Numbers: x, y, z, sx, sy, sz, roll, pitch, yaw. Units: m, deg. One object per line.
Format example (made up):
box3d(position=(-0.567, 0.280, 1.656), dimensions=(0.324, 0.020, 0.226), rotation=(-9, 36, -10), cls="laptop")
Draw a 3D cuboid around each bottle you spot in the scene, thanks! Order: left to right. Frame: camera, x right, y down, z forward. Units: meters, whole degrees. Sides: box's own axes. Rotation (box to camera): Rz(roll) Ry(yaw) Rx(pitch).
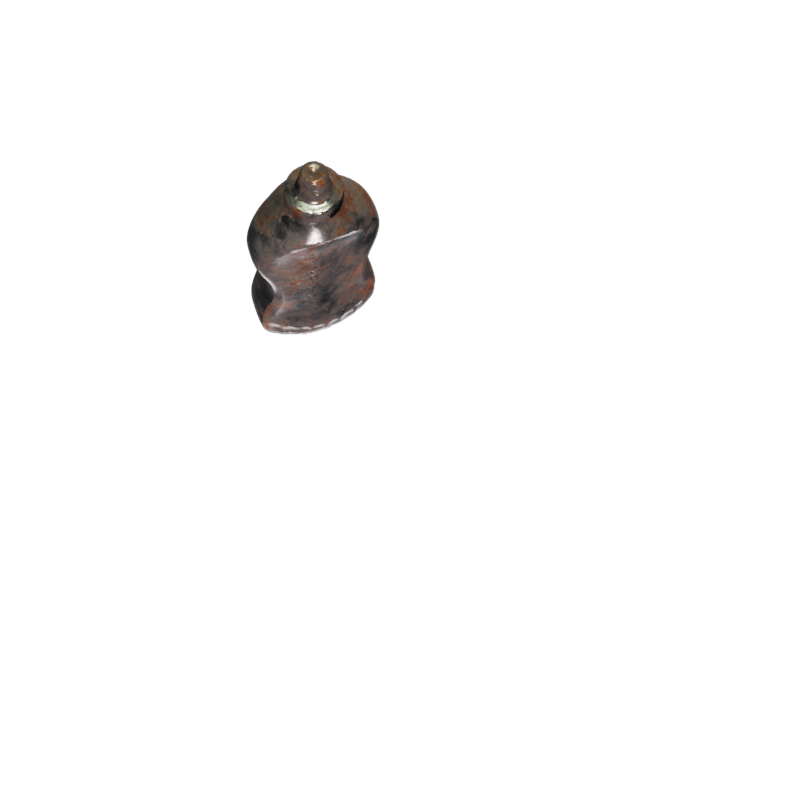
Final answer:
box3d(position=(-0.063, -0.115, 0.809), dimensions=(0.095, 0.062, 0.181), rotation=(-17, -21, -11), cls="bottle")
